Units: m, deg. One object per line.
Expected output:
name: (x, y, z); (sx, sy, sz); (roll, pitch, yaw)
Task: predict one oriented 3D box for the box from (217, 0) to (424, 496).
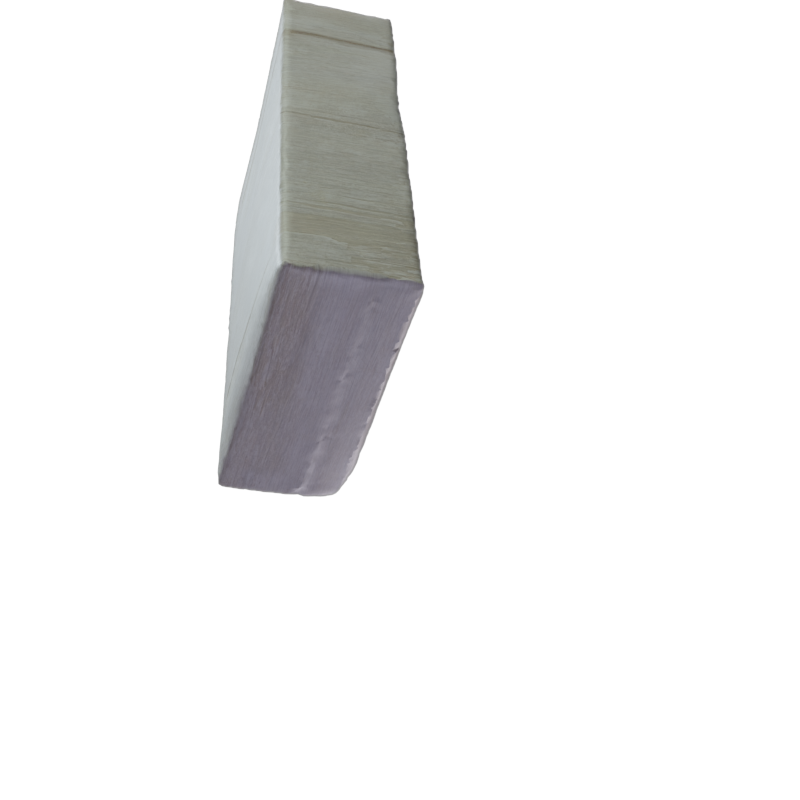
box: (-0.046, -0.084, 0.588); (0.070, 0.230, 0.155); (9, -44, -13)
